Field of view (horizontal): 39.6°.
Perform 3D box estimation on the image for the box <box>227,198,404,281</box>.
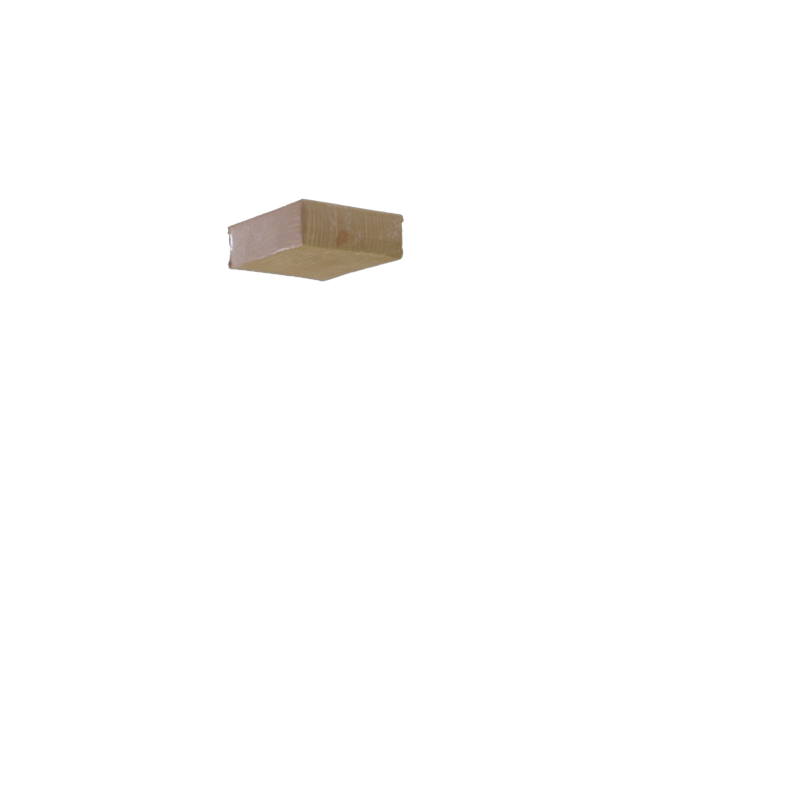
[{"bbox_3d":[-0.065,-0.119,0.836,0.086,0.040,0.116,5,-9,-35],"label":"box"}]
